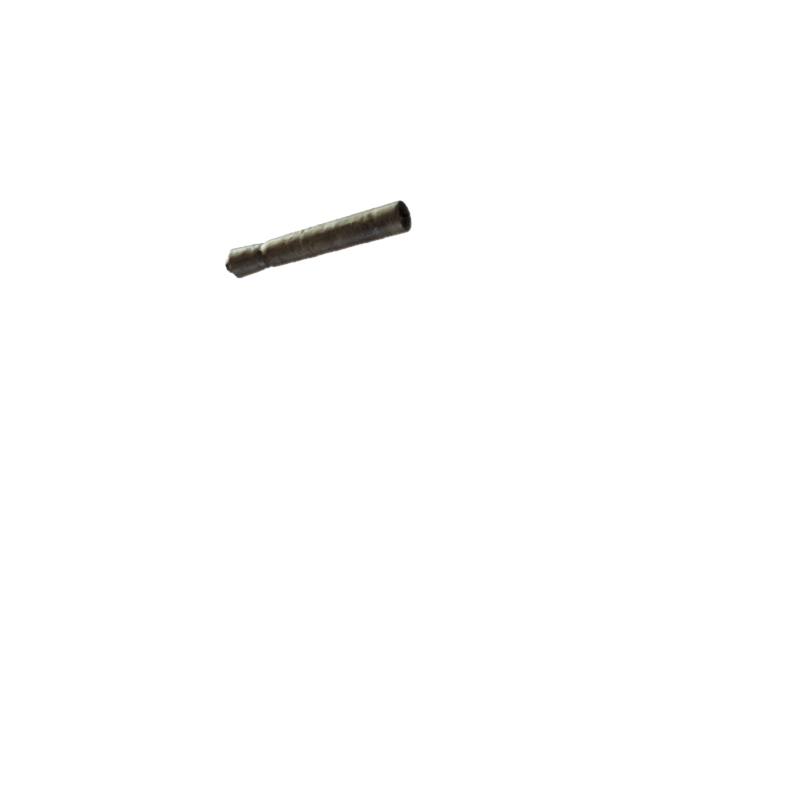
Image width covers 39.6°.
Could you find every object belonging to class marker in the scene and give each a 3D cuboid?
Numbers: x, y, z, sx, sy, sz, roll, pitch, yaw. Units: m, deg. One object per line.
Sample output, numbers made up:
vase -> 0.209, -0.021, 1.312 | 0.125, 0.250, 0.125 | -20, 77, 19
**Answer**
marker -> -0.051, -0.093, 0.654 | 0.123, 0.020, 0.019 | -12, -1, 26
